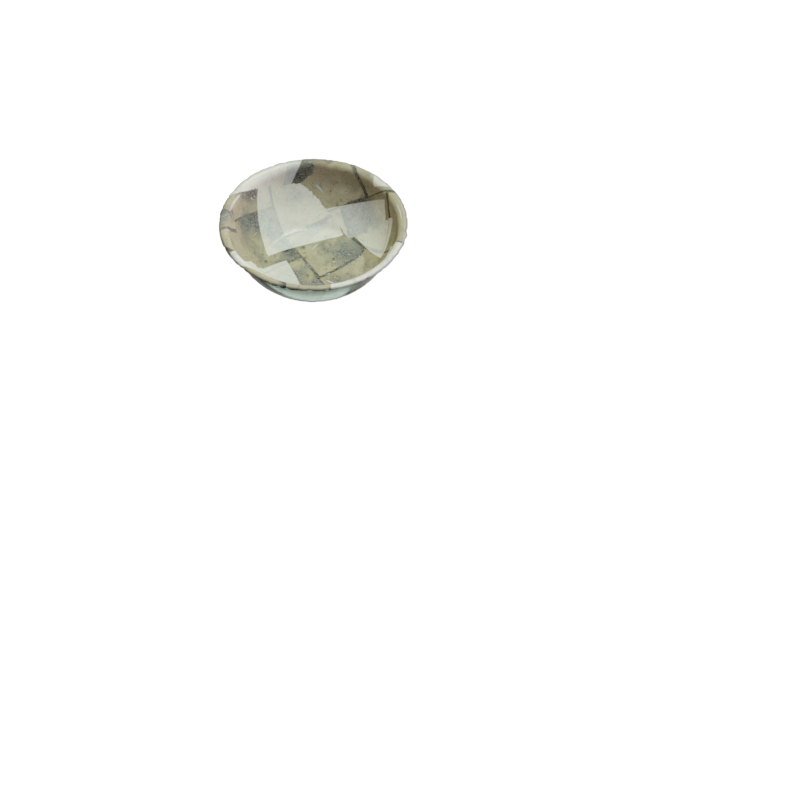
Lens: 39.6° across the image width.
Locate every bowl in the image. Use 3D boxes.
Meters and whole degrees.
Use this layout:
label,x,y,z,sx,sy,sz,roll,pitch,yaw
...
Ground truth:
label,x,y,z,sx,sy,sz,roll,pitch,yaw
bowl,-0.076,-0.138,0.967,0.162,0.174,0.051,-1,-41,-1
